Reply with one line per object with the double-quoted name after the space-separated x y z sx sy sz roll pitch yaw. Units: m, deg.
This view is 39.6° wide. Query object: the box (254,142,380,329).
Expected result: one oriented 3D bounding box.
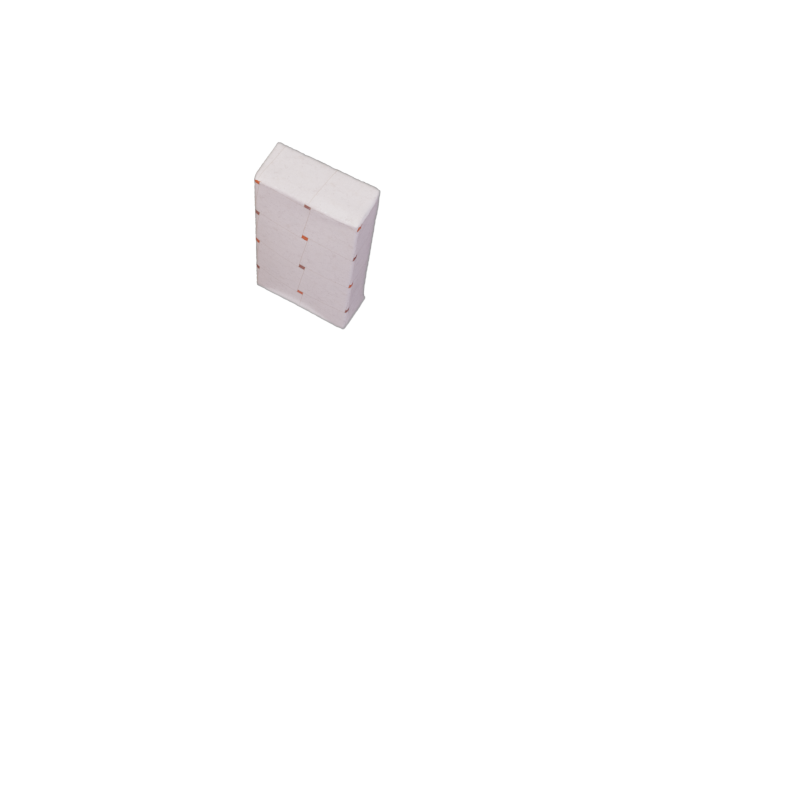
-0.072 -0.130 0.910 0.096 0.049 0.167 28 -21 8 "box"
